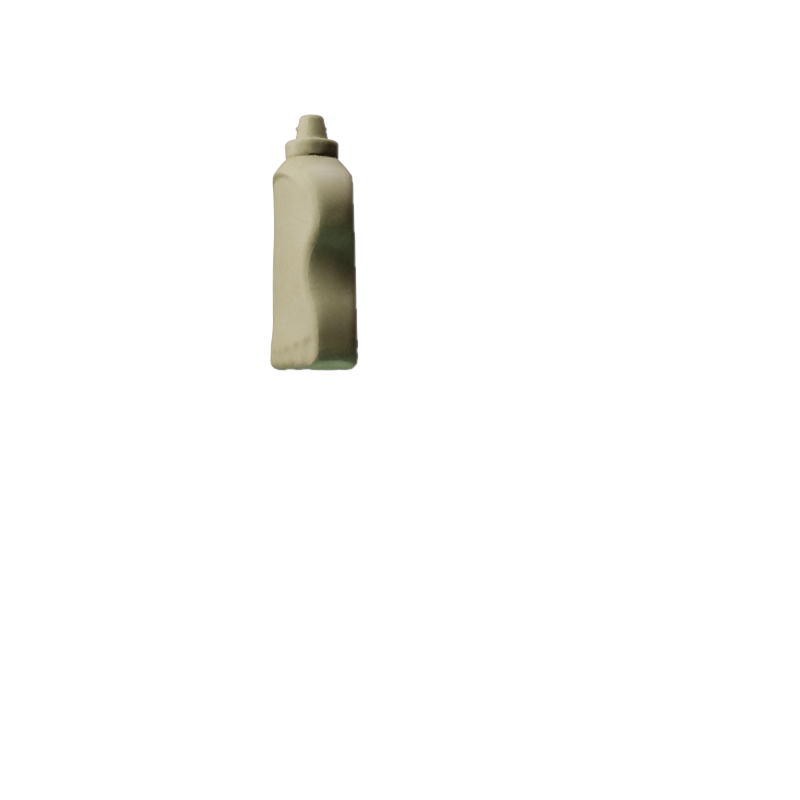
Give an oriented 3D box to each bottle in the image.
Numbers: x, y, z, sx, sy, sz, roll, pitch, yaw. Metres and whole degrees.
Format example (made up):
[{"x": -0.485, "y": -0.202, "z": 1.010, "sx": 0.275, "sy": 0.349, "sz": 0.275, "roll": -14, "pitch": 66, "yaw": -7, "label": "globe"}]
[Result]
[{"x": -0.066, "y": -0.119, "z": 0.832, "sx": 0.057, "sy": 0.195, "sz": 0.097, "roll": 2, "pitch": -6, "yaw": -21, "label": "bottle"}]
